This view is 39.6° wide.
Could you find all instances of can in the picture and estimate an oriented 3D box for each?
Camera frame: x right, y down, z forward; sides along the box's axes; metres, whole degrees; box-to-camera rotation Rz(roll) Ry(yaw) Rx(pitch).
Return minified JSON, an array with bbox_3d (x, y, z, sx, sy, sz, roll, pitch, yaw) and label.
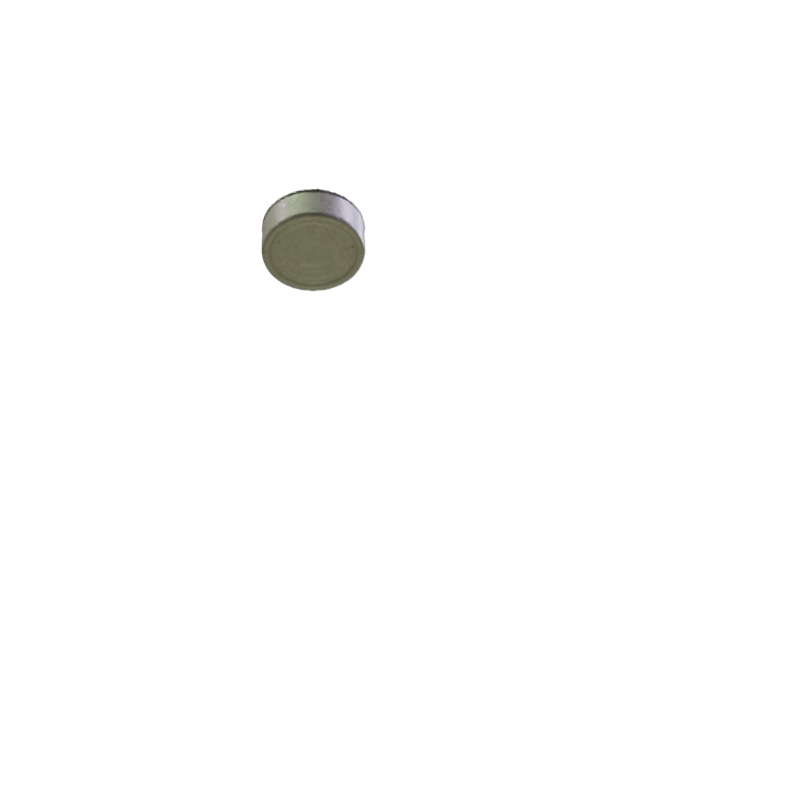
[{"bbox_3d":[-0.071,-0.130,0.909,0.086,0.036,0.080,1,-44,-1],"label":"can"}]
